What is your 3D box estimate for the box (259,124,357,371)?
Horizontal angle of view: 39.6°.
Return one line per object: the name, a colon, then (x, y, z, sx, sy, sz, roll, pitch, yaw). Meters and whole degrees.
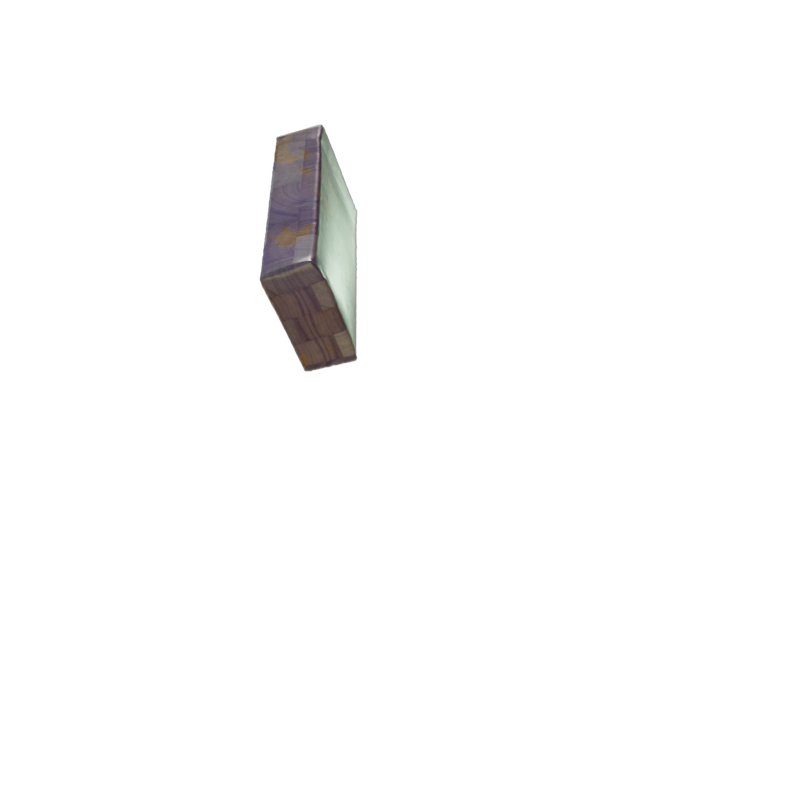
box: (-0.064, -0.116, 0.816, 0.048, 0.086, 0.189, -16, 40, 9)
